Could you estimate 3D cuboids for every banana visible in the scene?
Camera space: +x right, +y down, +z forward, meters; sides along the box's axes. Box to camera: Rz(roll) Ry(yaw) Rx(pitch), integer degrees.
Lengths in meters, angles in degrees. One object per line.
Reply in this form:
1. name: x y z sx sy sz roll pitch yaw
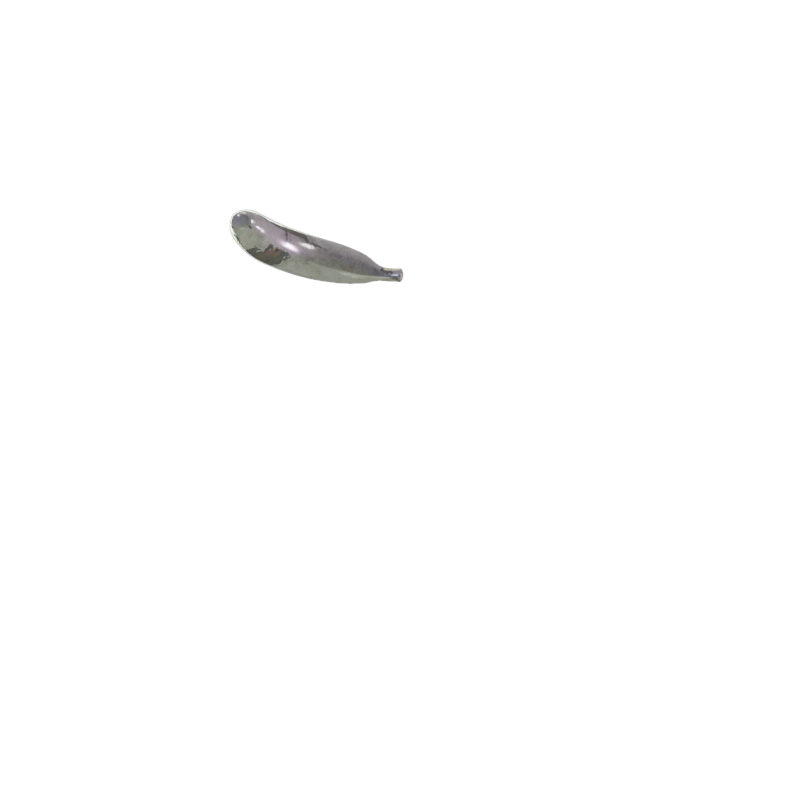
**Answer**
1. banana: -0.086 -0.133 0.964 0.071 0.038 0.187 -12 -16 43
